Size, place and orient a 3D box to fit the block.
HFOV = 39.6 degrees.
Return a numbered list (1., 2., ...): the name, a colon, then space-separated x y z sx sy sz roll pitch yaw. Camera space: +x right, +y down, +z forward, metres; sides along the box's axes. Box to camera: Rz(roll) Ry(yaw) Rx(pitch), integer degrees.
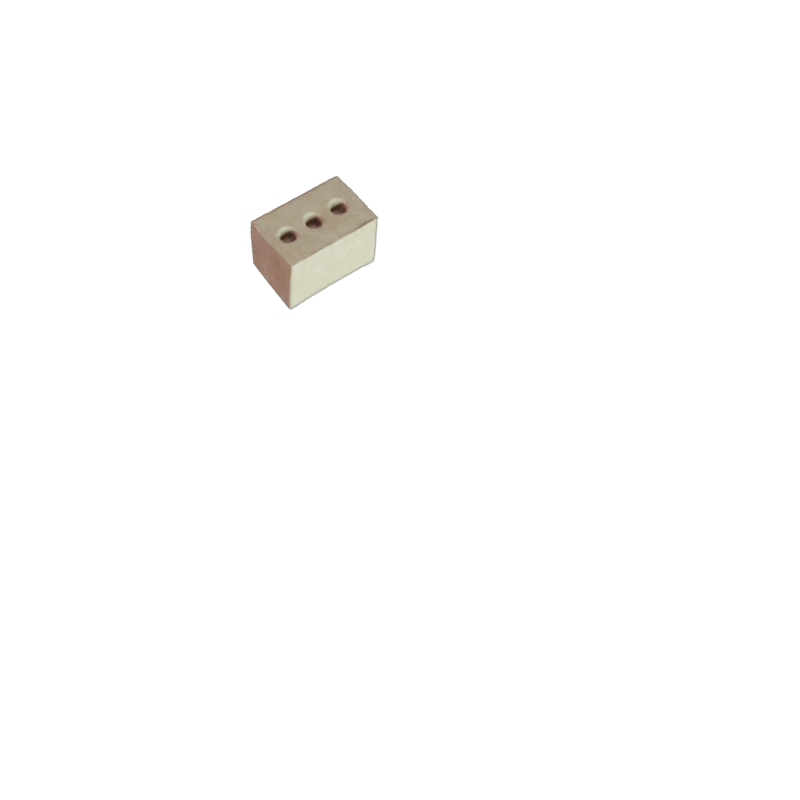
1. block: -0.063 -0.114 0.801 0.078 0.056 0.048 -33 -27 -21
